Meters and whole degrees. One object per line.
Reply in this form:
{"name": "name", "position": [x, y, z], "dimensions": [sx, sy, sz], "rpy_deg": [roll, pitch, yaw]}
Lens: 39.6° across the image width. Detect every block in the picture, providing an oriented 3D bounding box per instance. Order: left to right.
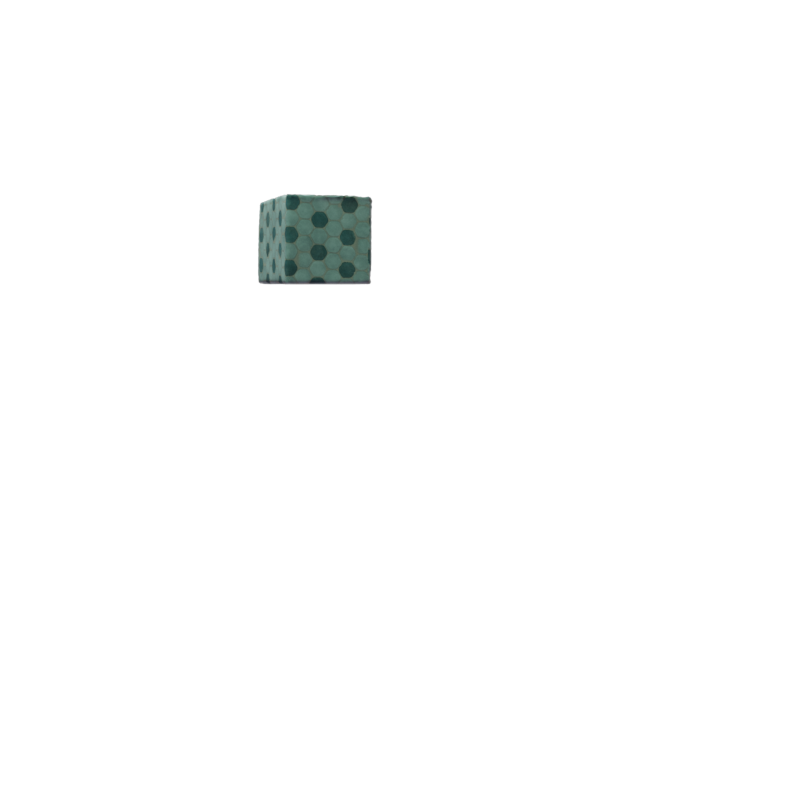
{"name": "block", "position": [-0.052, -0.095, 0.666], "dimensions": [0.052, 0.051, 0.080], "rpy_deg": [-1, 4, -18]}
